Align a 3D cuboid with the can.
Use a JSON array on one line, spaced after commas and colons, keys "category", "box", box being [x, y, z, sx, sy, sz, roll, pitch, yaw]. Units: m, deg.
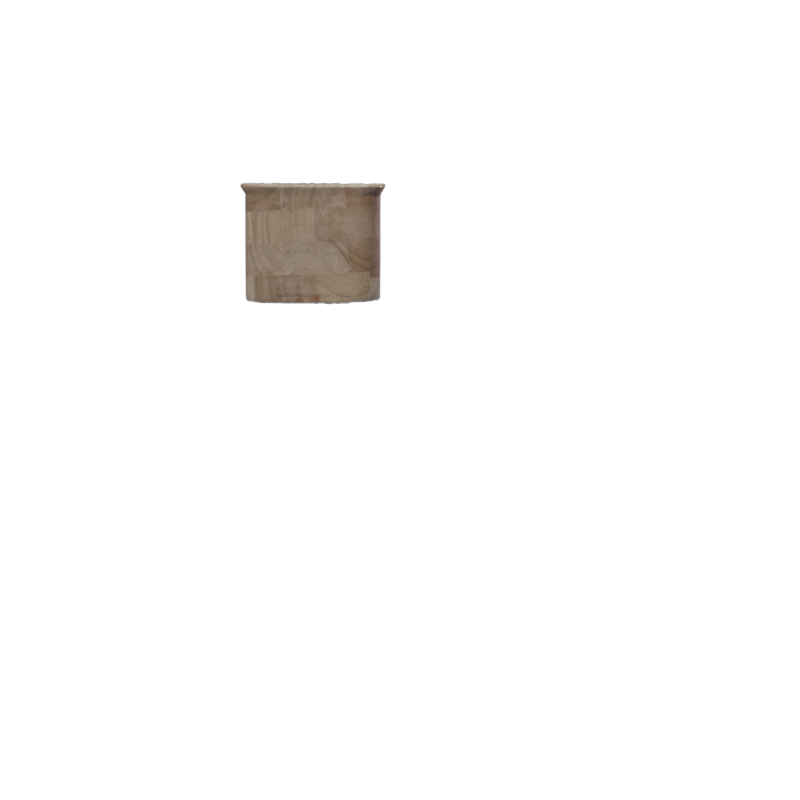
[{"category": "can", "box": [-0.062, -0.113, 0.794, 0.103, 0.083, 0.058, 1, 7, 4]}]
